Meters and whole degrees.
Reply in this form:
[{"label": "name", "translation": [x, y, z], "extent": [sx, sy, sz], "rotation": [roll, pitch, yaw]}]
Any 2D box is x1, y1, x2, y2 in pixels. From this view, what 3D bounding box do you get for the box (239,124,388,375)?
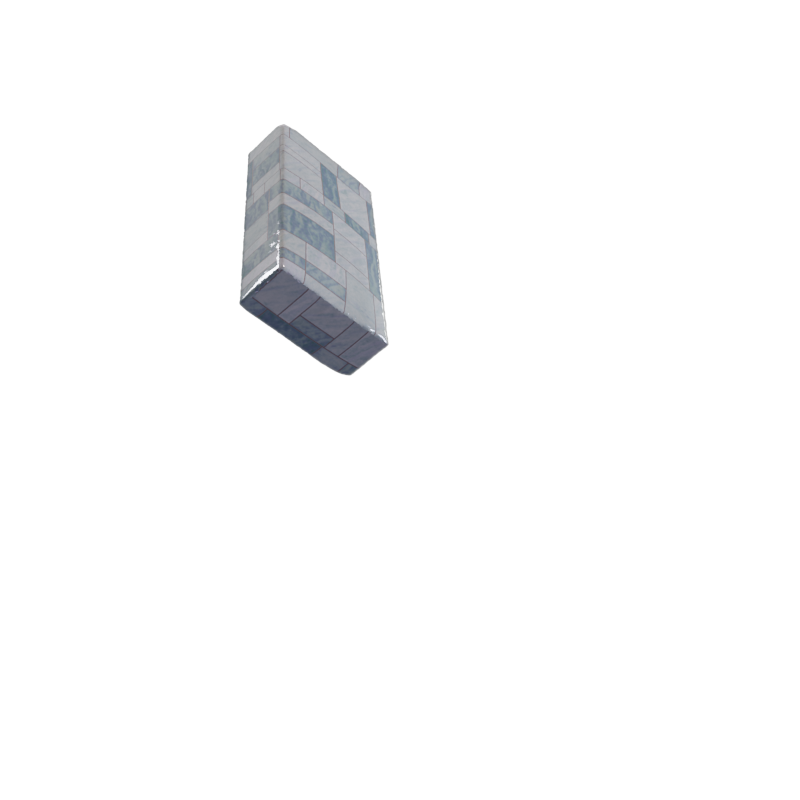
[{"label": "box", "translation": [-0.058, -0.106, 0.742], "extent": [0.088, 0.189, 0.047], "rotation": [34, -58, -29]}]
